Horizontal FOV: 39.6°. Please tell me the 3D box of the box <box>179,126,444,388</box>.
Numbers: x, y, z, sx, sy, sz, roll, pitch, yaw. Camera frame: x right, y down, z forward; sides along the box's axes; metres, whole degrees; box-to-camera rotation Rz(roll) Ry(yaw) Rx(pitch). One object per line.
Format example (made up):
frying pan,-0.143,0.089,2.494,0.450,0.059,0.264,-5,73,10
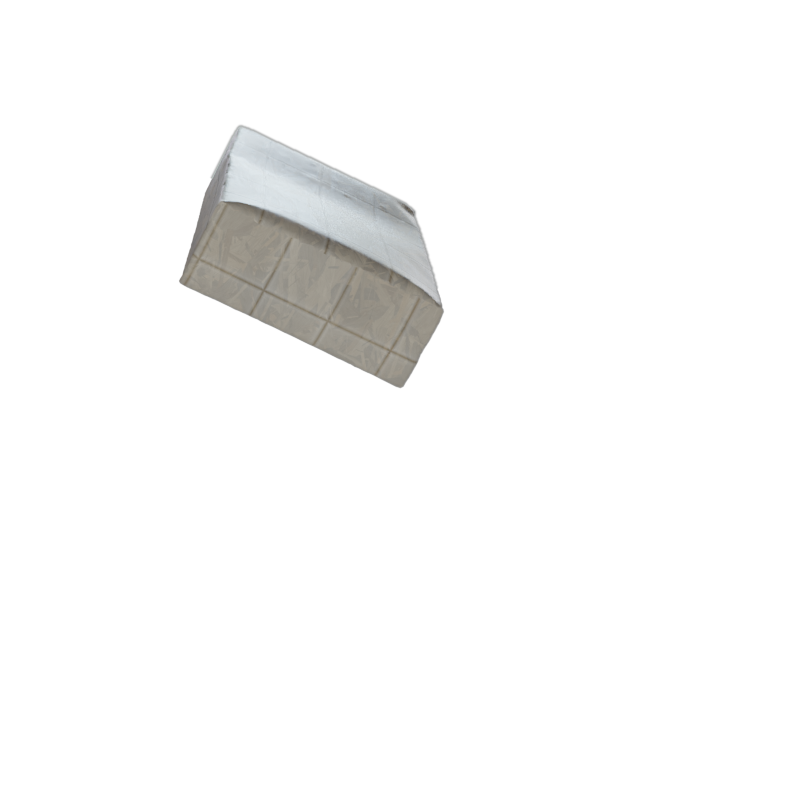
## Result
box,-0.062,-0.114,0.798,0.160,0.070,0.225,24,22,-13
